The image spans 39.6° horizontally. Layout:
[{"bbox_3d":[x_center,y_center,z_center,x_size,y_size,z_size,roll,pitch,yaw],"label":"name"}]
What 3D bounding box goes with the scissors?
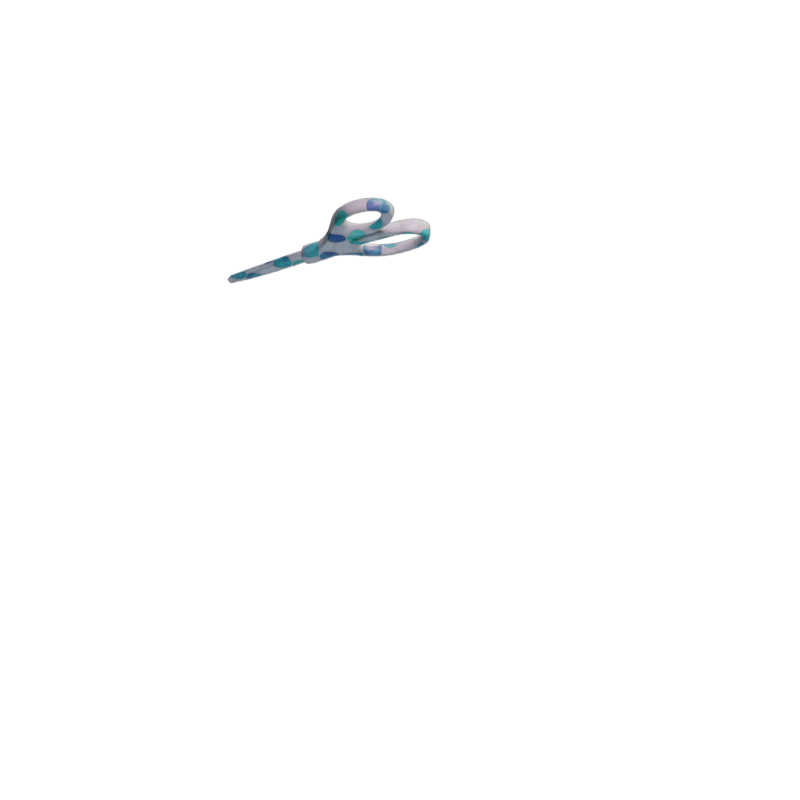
[{"bbox_3d":[-0.076,-0.138,0.966,0.205,0.017,0.089,-7,-23,17],"label":"scissors"}]
